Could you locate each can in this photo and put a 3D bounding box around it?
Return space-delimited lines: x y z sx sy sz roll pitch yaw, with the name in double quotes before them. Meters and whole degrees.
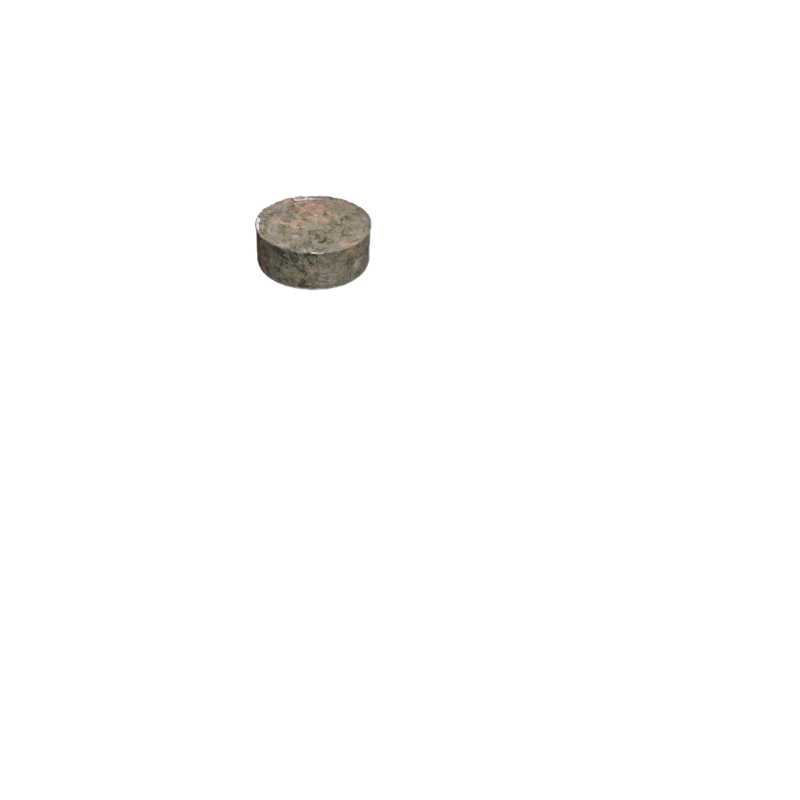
"can" -0.064 -0.117 0.822 0.086 0.031 0.092 -1 36 -2
